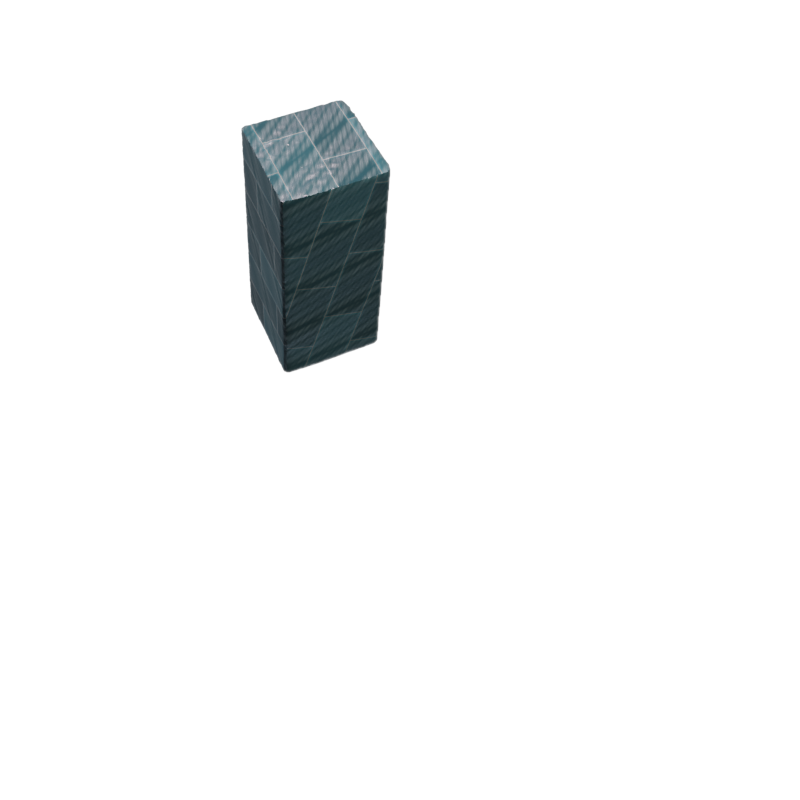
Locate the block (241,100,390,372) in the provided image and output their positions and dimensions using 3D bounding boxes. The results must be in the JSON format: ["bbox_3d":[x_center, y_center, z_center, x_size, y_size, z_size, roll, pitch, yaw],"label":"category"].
[{"bbox_3d":[-0.070,-0.129,0.906,0.089,0.098,0.192,-18,-36,-17],"label":"block"}]
